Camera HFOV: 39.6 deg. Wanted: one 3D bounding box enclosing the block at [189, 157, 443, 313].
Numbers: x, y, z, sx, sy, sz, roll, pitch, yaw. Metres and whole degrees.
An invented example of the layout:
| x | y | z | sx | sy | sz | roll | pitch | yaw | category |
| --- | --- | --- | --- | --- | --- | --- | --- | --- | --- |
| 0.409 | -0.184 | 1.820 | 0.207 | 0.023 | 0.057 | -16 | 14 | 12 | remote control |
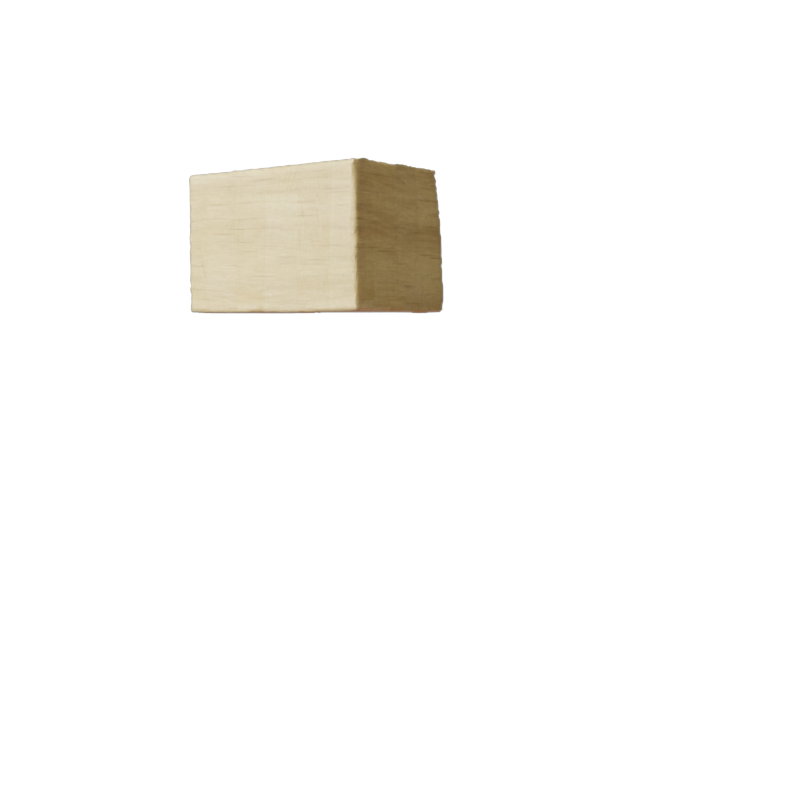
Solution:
| x | y | z | sx | sy | sz | roll | pitch | yaw | category |
| --- | --- | --- | --- | --- | --- | --- | --- | --- | --- |
| -0.031 | -0.057 | 0.398 | 0.081 | 0.051 | 0.051 | 1 | 1 | 35 | block |
